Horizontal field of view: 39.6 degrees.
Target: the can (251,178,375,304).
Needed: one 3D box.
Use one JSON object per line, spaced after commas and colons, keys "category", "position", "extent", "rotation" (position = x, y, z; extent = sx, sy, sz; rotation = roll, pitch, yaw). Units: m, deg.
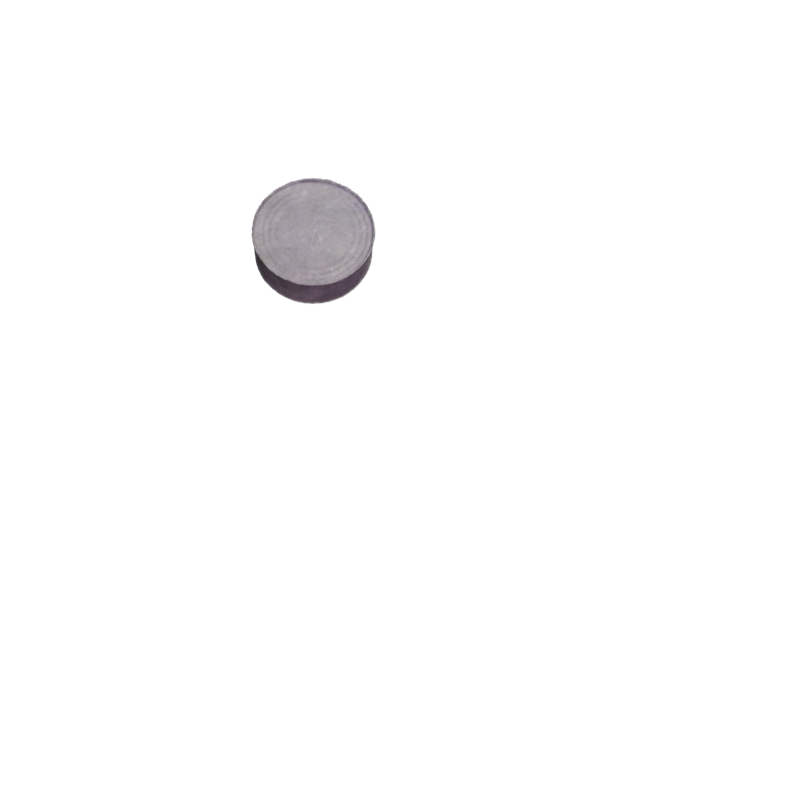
{"category": "can", "position": [-0.061, -0.112, 0.781], "extent": [0.086, 0.091, 0.032], "rotation": [-1, -27, -1]}
